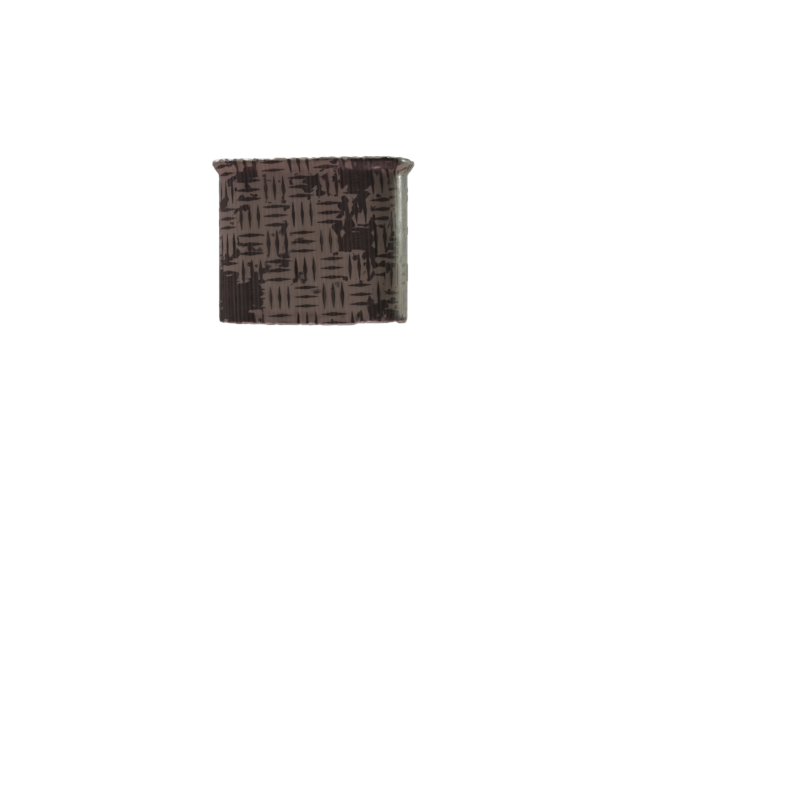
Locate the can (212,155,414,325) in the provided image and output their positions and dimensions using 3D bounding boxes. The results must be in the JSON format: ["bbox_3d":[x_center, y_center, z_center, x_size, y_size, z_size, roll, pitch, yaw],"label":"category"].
[{"bbox_3d":[-0.045,-0.082,0.573,0.104,0.084,0.057,1,2,13],"label":"can"}]
